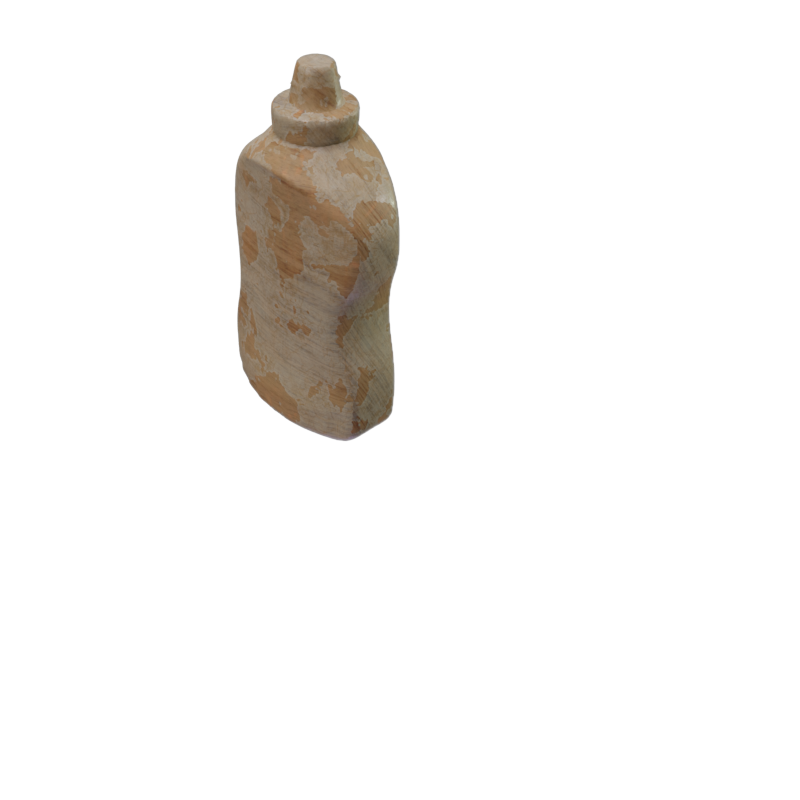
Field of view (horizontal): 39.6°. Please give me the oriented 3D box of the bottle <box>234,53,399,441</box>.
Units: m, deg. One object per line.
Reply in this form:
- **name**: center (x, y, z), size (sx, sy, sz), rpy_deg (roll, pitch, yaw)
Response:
- **bottle**: center (-0.042, -0.078, 0.547), size (0.058, 0.179, 0.103), rpy_deg (-24, 43, -33)
